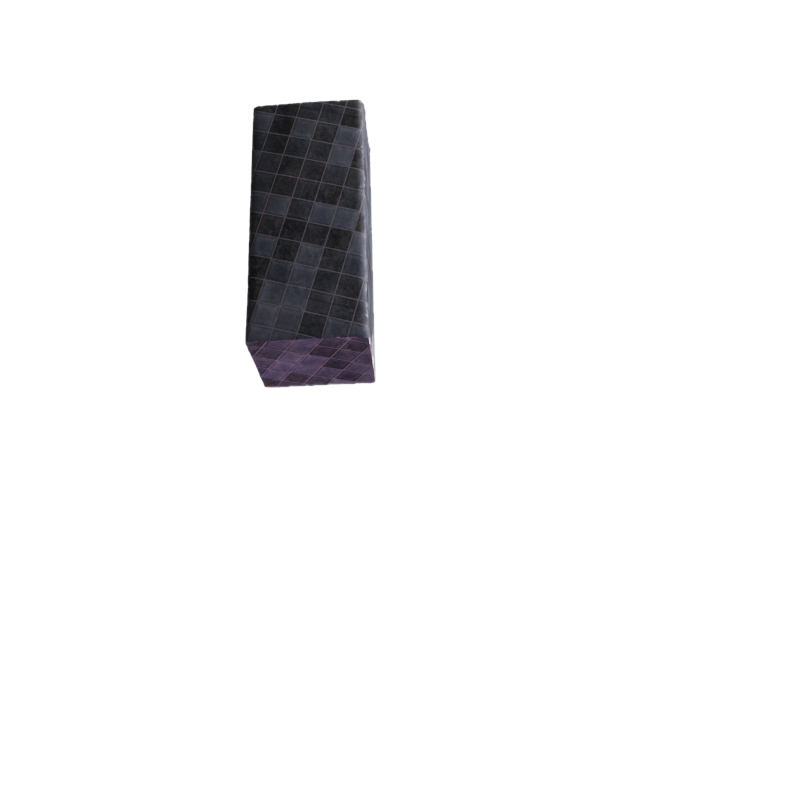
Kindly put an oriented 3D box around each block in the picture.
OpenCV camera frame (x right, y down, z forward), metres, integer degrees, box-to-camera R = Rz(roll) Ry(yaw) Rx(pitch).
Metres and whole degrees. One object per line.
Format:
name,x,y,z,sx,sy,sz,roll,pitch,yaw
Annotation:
block,-0.068,-0.124,0.871,0.091,0.219,0.085,-4,-27,3
